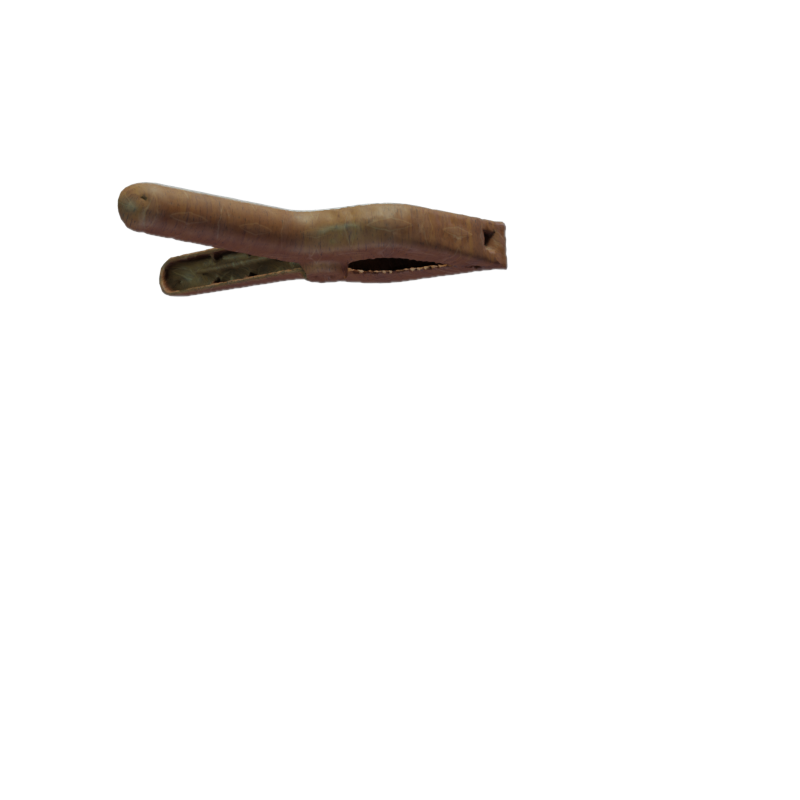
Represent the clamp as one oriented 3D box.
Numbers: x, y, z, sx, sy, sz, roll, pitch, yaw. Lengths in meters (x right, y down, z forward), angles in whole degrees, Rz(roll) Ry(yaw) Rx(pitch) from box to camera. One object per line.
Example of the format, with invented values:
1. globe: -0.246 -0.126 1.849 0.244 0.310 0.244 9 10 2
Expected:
1. clamp: -0.047 -0.086 0.604 0.211 0.037 0.159 -1 -7 5
